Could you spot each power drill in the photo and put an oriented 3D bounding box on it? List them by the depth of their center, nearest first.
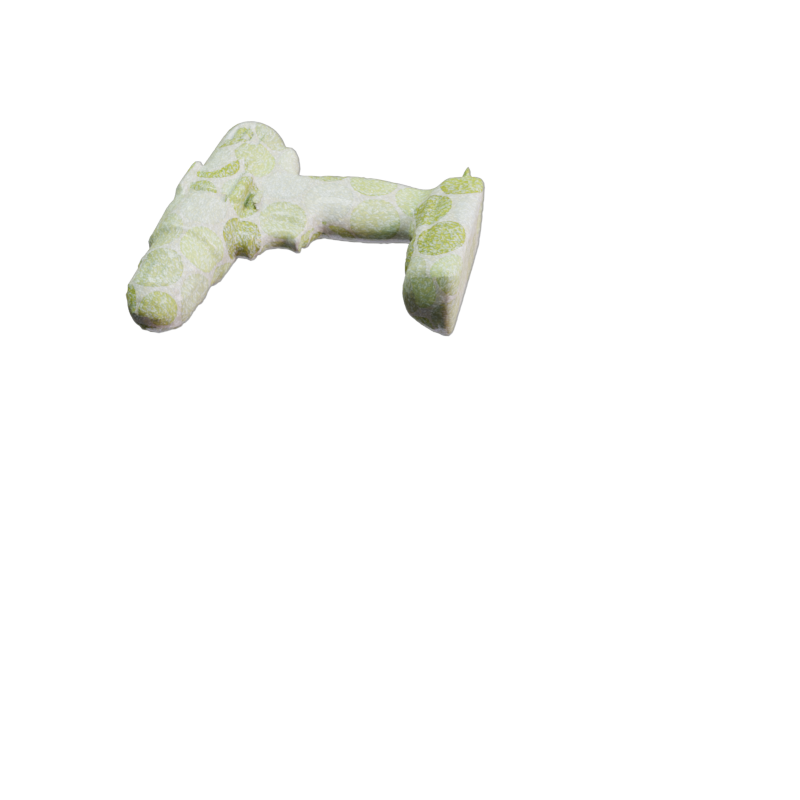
[{"bbox_3d":[-0.052,-0.095,0.664,0.192,0.053,0.194,12,47,11],"label":"power drill"}]
